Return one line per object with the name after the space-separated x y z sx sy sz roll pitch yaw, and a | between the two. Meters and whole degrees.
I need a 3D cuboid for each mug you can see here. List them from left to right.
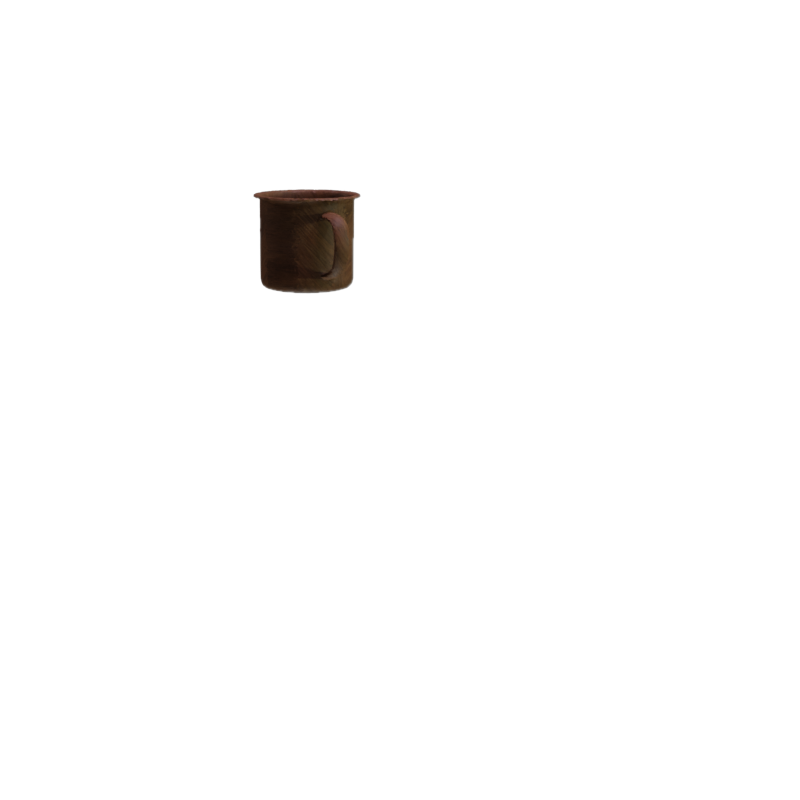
-0.075 -0.136 0.955 0.091 0.080 0.123 -7 15 -30 | mug
